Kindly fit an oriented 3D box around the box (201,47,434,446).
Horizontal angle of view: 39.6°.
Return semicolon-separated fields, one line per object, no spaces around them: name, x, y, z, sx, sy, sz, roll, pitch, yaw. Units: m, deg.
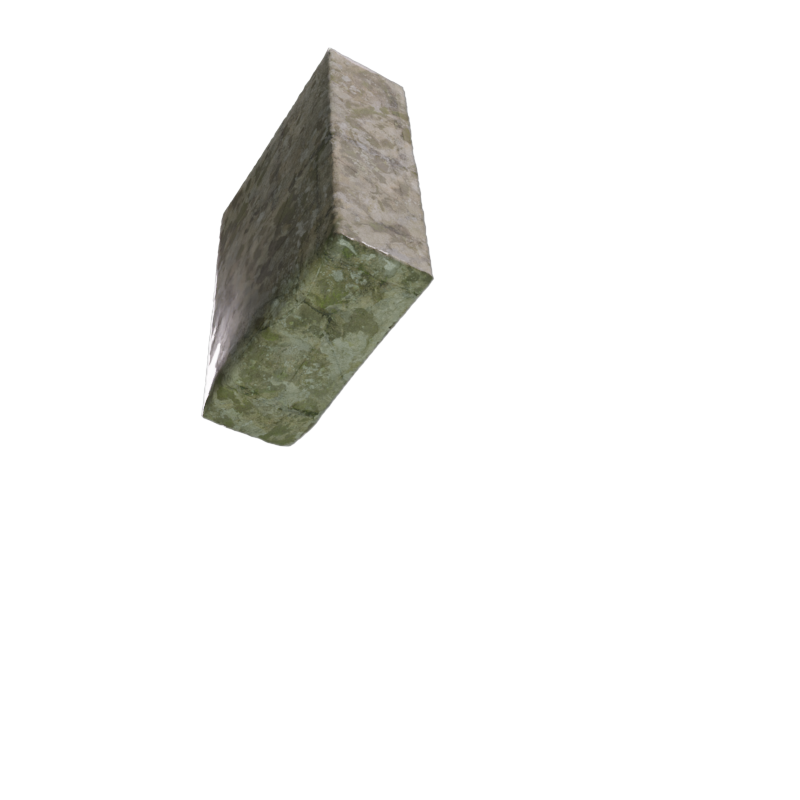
box;-0.056;-0.103;0.718;0.069;0.229;0.159;24;-54;-23
